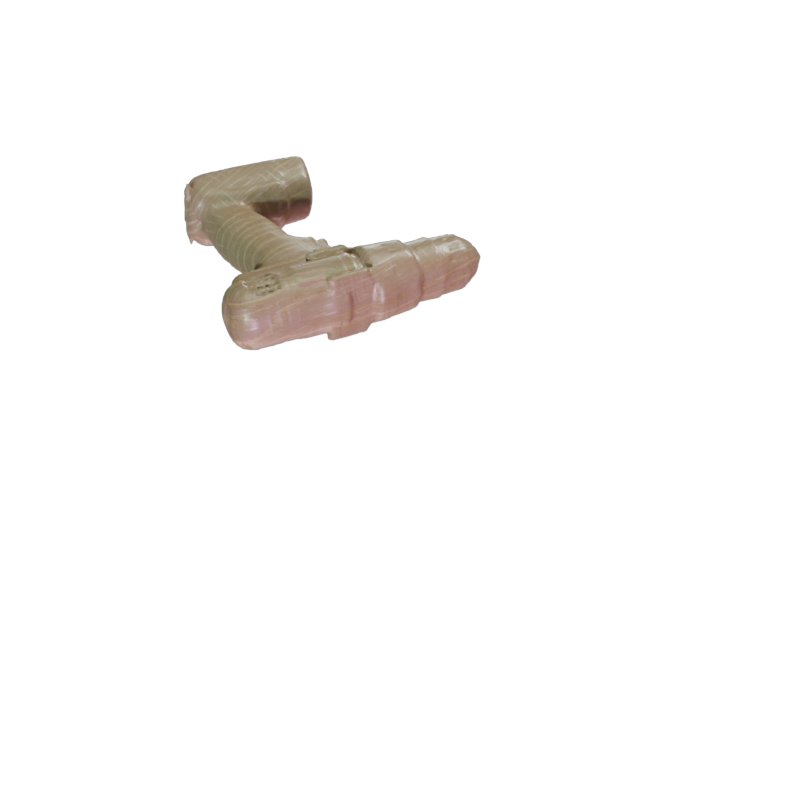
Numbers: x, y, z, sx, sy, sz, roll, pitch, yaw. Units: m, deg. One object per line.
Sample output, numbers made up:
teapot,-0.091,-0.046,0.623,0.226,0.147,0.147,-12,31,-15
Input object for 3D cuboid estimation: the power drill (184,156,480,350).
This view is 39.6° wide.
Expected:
power drill,-0.062,-0.113,0.791,0.182,0.054,0.202,-15,36,-23
